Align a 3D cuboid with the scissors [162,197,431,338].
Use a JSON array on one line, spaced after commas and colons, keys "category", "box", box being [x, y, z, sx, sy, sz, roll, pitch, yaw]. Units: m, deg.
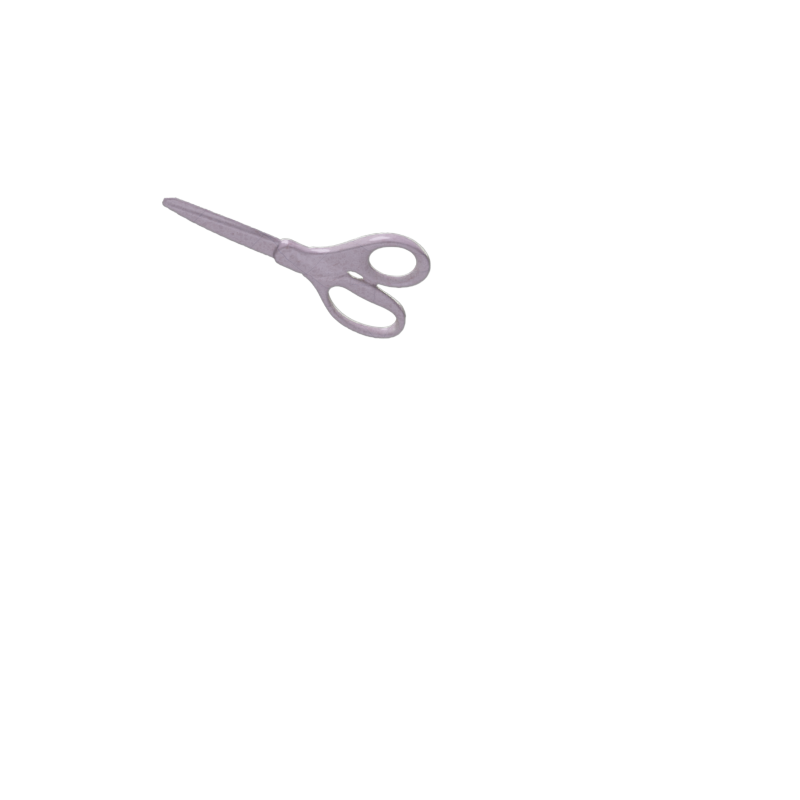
[{"category": "scissors", "box": [-0.062, -0.113, 0.793, 0.192, 0.095, 0.017, 37, 27, -23]}]
